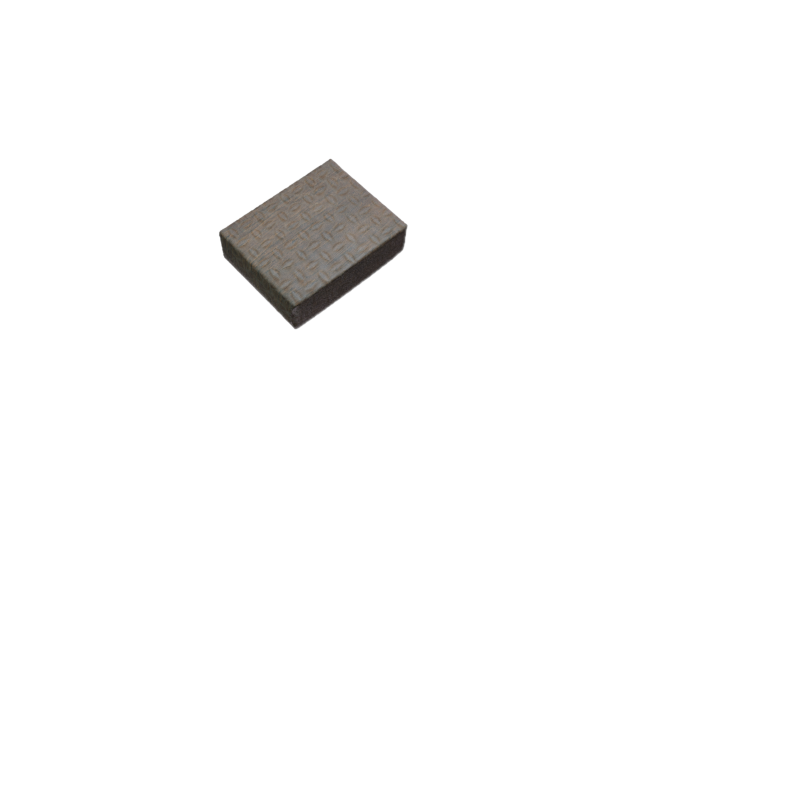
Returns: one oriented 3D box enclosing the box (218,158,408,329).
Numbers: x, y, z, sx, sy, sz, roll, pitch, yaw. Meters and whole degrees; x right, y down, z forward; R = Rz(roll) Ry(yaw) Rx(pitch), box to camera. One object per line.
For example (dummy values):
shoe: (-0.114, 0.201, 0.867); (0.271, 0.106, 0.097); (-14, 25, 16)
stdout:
box: (-0.065, -0.119, 0.833); (0.114, 0.095, 0.036); (-36, -27, -22)
